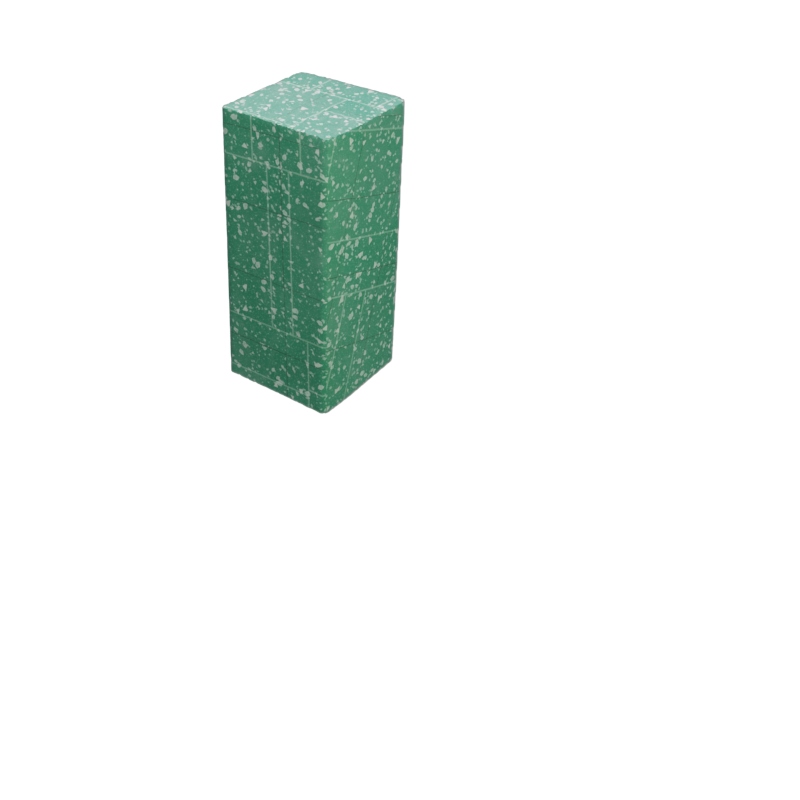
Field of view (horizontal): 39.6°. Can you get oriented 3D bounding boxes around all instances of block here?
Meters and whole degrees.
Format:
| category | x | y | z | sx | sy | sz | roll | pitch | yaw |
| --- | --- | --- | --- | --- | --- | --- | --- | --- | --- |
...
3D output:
| category | x | y | z | sx | sy | sz | roll | pitch | yaw |
| --- | --- | --- | --- | --- | --- | --- | --- | --- | --- |
| block | -0.060 | -0.110 | 0.771 | 0.096 | 0.194 | 0.091 | 21 | 36 | 29 |
